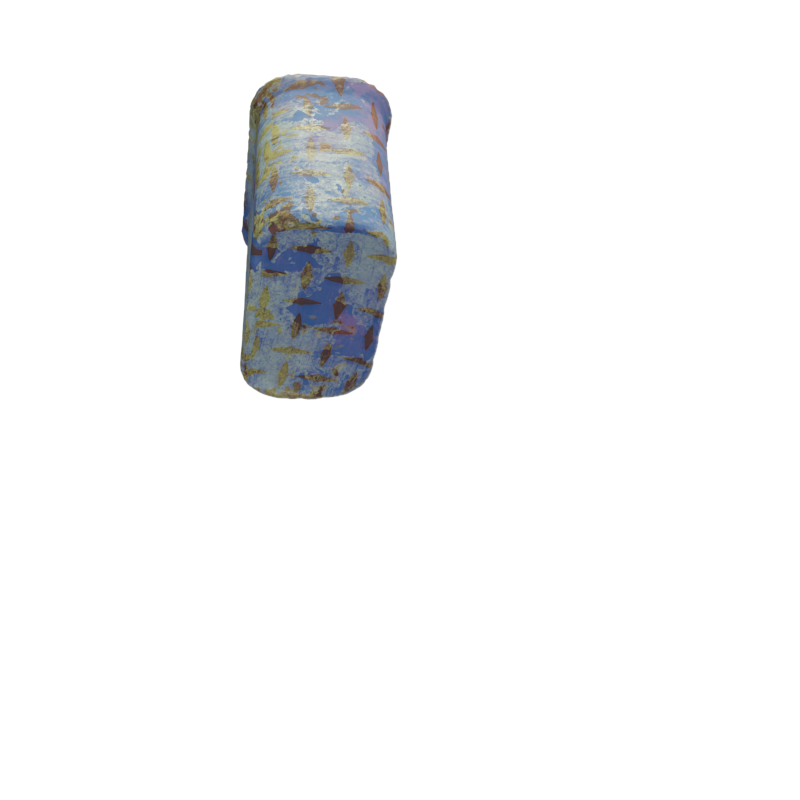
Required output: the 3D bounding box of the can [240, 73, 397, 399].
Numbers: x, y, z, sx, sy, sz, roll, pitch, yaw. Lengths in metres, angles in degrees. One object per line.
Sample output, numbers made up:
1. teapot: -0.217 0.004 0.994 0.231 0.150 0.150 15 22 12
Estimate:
1. can: -0.034 -0.062 0.437 0.057 0.090 0.096 4 -43 -7
